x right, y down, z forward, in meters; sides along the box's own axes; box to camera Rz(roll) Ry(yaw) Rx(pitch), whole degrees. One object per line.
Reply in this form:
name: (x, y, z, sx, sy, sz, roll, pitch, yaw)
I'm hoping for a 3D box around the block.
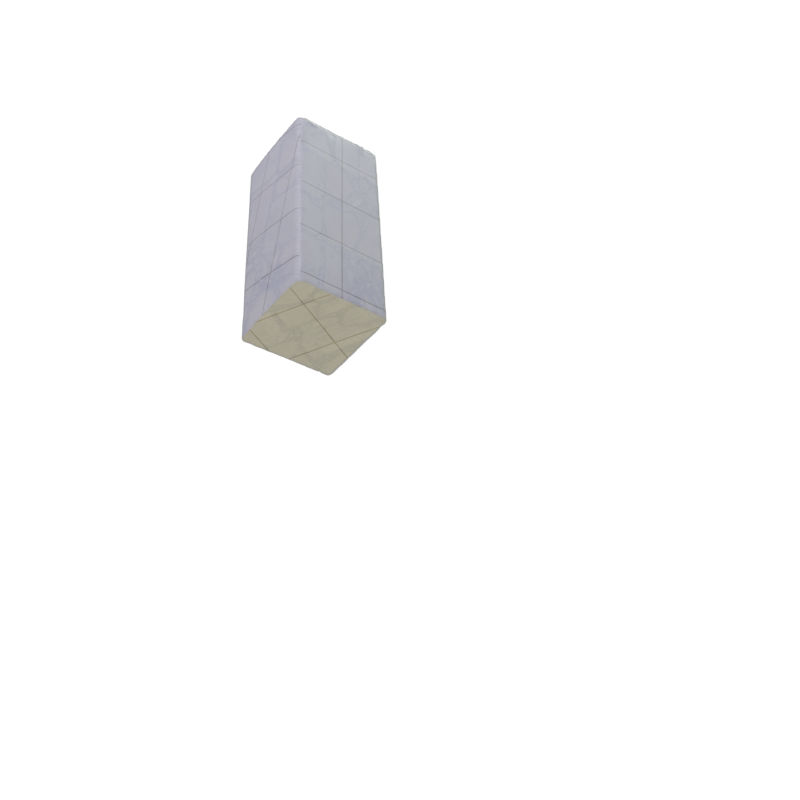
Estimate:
block: (-0.076, -0.140, 0.979, 0.086, 0.221, 0.088, 23, -48, -27)
